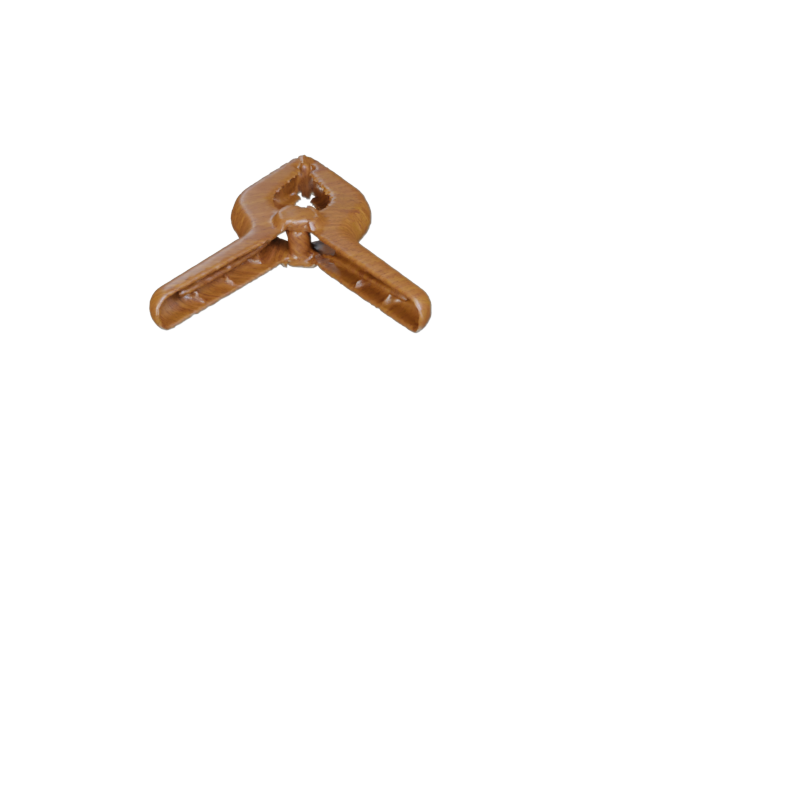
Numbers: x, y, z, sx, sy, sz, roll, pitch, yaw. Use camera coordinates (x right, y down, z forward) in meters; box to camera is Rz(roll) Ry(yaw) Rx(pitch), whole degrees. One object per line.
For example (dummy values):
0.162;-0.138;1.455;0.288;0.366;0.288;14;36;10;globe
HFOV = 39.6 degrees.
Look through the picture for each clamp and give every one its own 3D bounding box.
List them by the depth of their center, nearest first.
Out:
-0.056;-0.103;0.721;0.166;0.034;0.221;4;34;6;clamp
